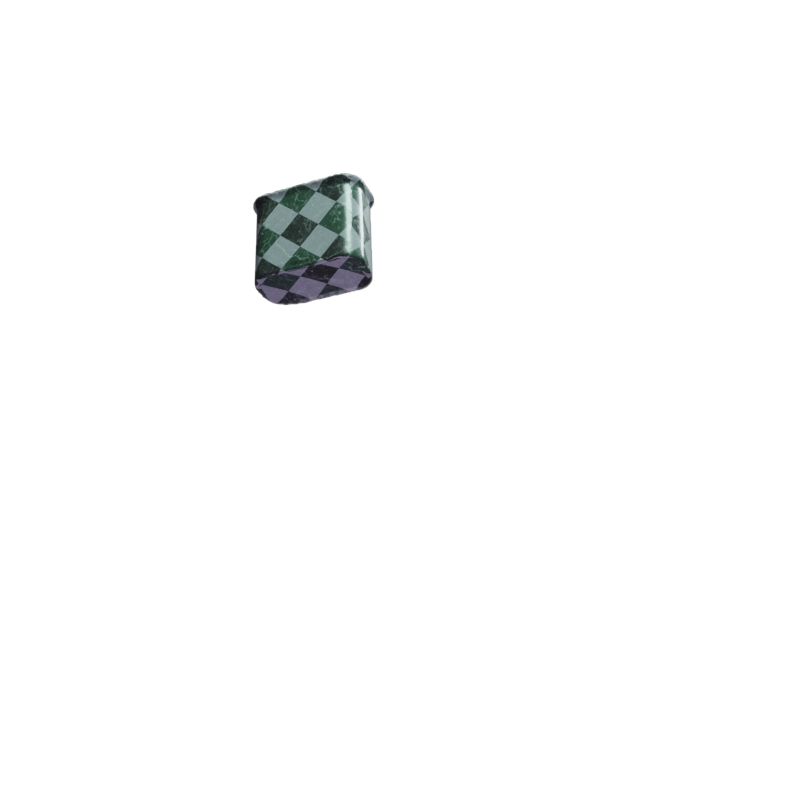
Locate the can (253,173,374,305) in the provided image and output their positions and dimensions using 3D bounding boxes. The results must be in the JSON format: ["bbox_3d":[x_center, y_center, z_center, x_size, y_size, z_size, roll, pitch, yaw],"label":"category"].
[{"bbox_3d":[-0.073,-0.133,0.929,0.103,0.089,0.053,-13,-34,18],"label":"can"}]
